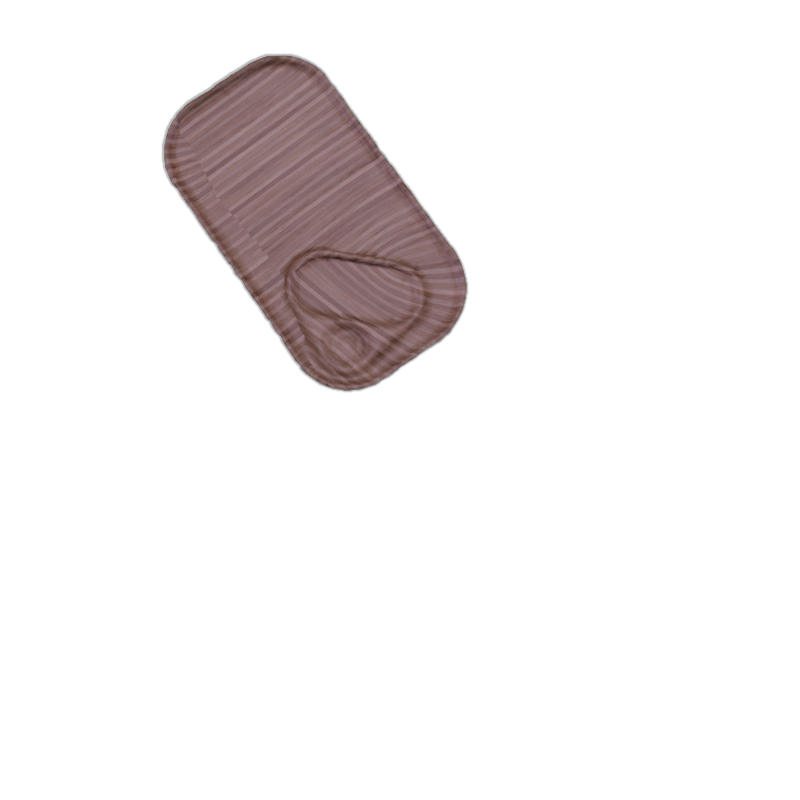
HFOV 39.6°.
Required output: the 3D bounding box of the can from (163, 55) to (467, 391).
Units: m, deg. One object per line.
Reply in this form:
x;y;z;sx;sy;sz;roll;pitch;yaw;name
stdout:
-0.029;-0.053;0.368;0.057;0.104;0.082;-35;-4;-5;can
